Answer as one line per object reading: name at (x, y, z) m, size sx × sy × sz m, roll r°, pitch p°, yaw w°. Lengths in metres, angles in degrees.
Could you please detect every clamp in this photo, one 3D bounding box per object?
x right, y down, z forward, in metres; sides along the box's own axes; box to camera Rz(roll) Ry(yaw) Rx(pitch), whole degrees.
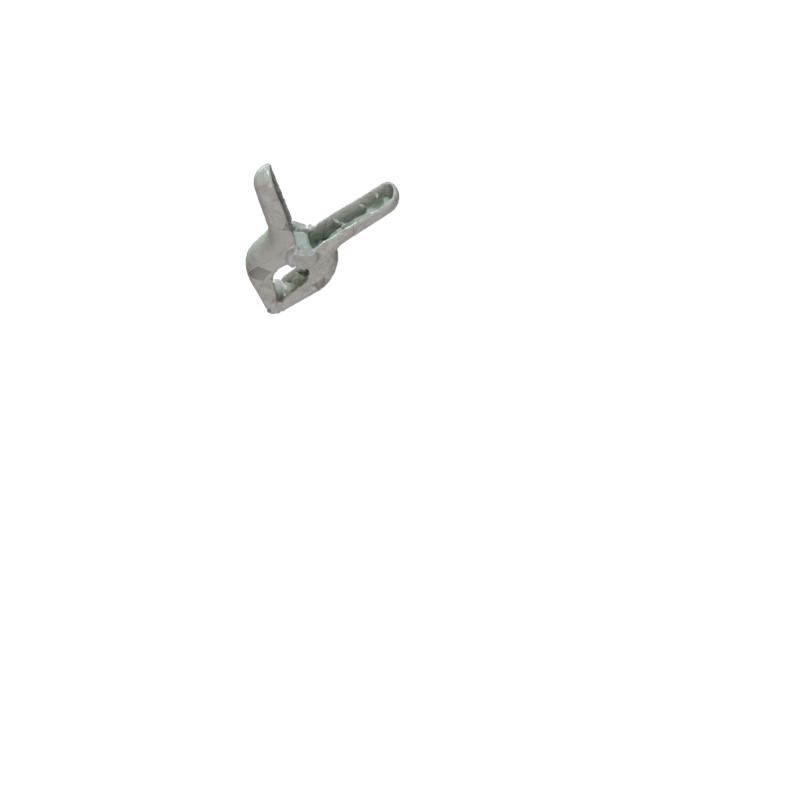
clamp at (-0.073, -0.133, 0.932) m, size 0.118 × 0.042 × 0.163 m, roll 7°, pitch -34°, yaw -11°
